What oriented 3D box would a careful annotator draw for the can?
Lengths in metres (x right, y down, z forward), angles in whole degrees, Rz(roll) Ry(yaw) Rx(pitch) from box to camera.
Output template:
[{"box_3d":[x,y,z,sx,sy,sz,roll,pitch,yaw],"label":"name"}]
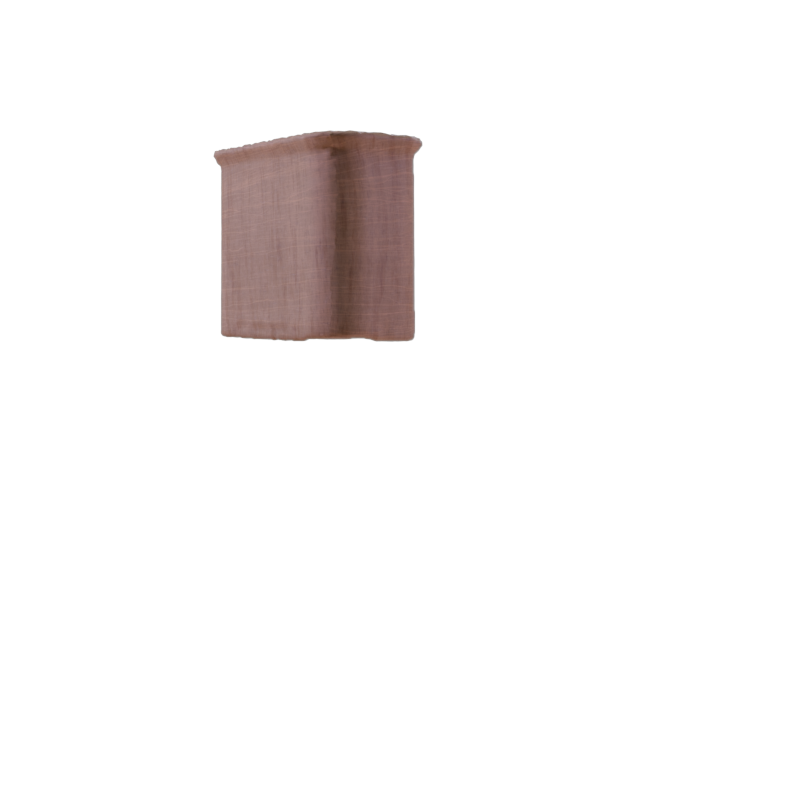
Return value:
[{"box_3d":[-0.038,-0.069,0.481,0.055,0.084,0.106,0,2,-38],"label":"can"}]
